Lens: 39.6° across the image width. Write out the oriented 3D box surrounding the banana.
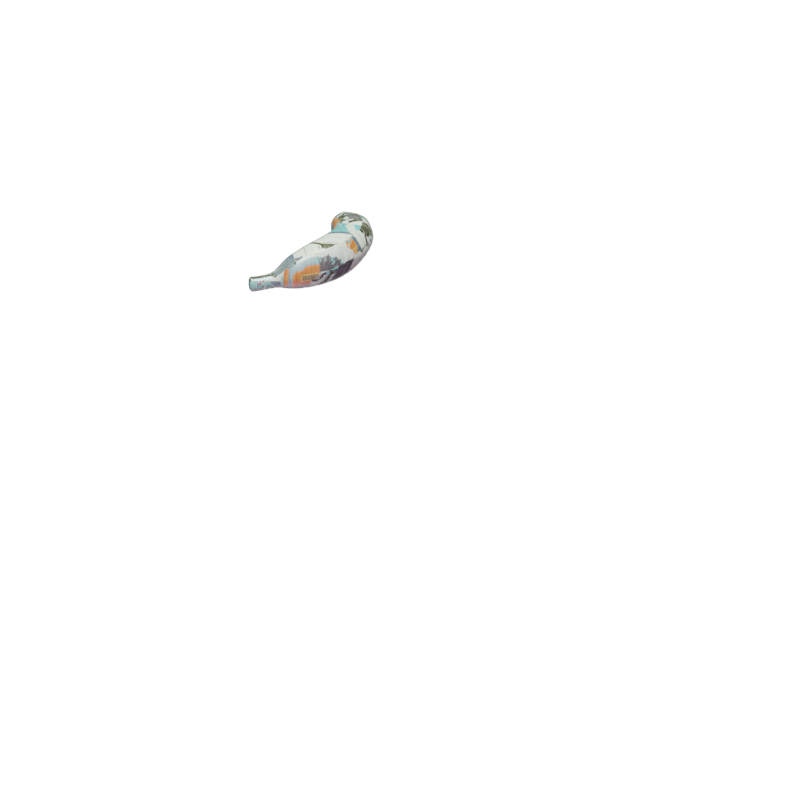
[{"bbox_3d":[-0.061,-0.135,0.969,0.072,0.035,0.200,8,24,18],"label":"banana"}]
